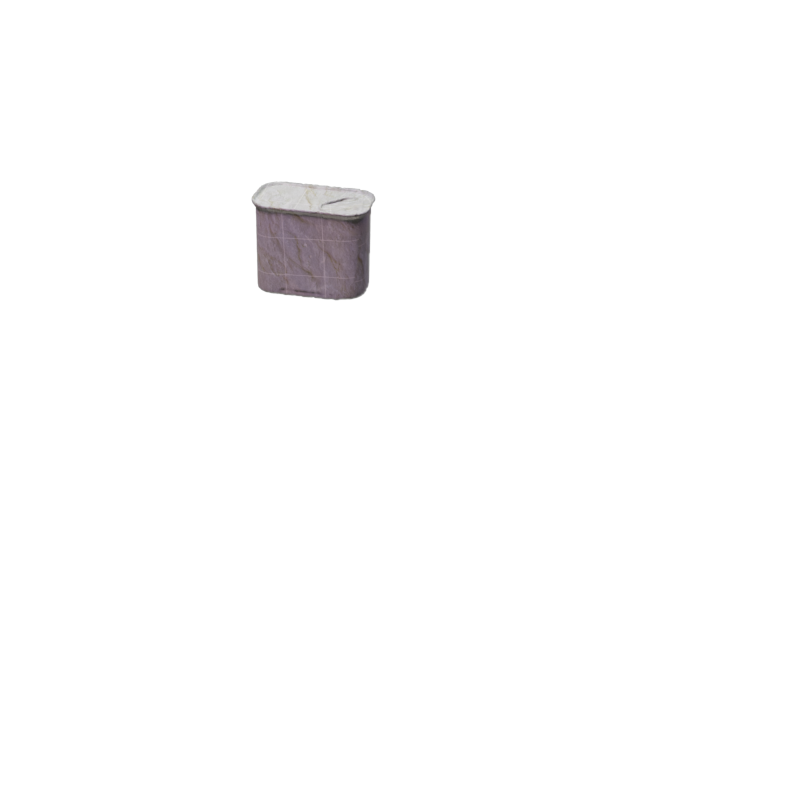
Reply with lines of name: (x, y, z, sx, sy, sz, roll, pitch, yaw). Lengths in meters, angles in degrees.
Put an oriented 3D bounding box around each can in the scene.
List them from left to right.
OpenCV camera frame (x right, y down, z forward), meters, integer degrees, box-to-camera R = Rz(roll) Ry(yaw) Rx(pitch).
can: (-0.074, -0.136, 0.953, 0.104, 0.079, 0.060, 7, 28, 11)
